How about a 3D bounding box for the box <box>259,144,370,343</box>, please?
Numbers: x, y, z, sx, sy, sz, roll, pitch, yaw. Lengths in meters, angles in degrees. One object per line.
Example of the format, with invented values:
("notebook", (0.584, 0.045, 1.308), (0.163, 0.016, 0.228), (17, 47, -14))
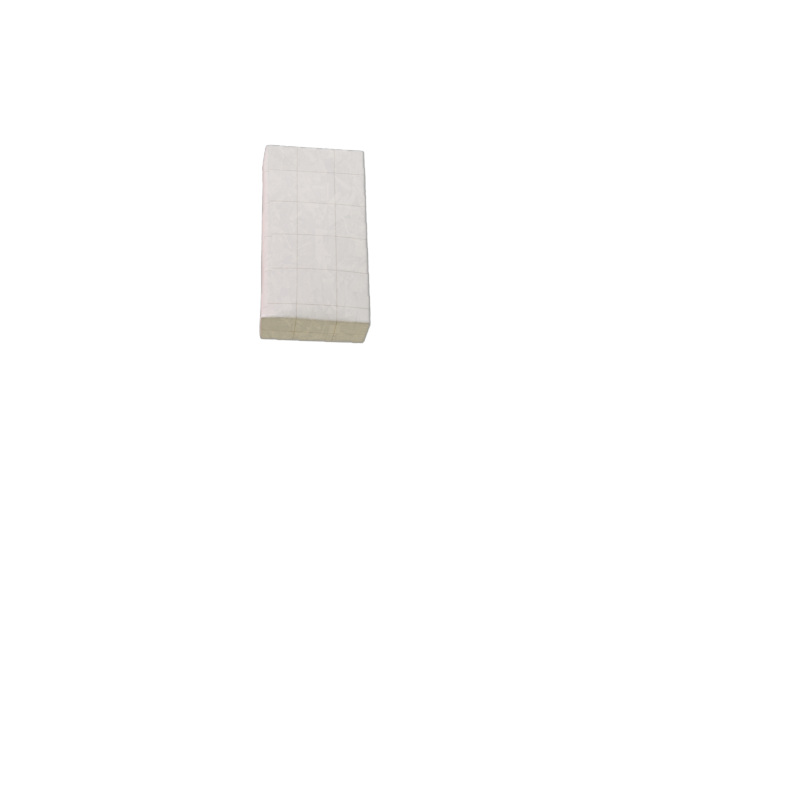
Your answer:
("box", (-0.076, -0.139, 0.975), (0.092, 0.188, 0.045), (2, -30, -7))
